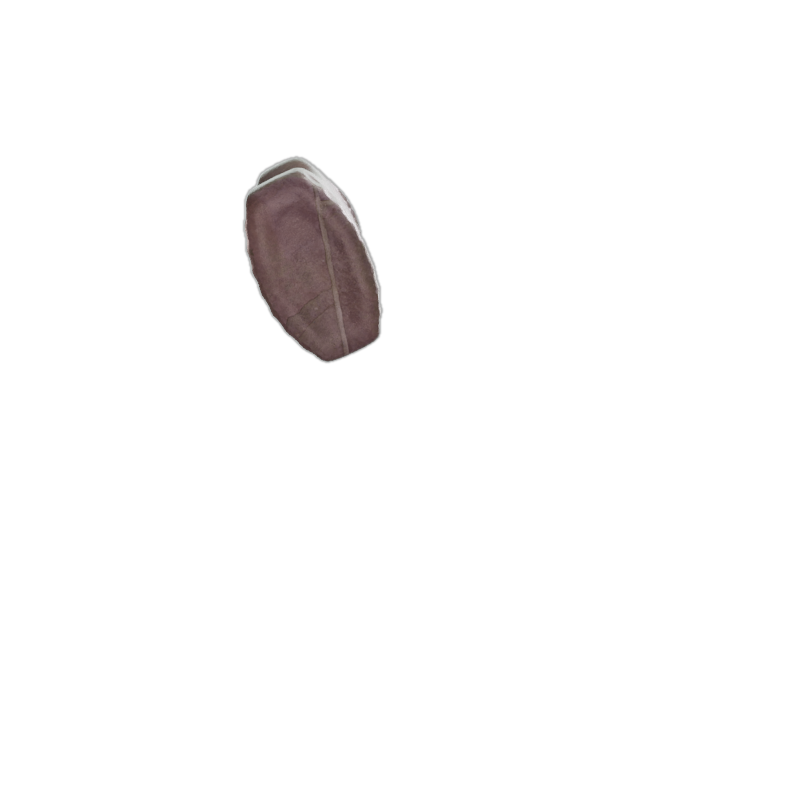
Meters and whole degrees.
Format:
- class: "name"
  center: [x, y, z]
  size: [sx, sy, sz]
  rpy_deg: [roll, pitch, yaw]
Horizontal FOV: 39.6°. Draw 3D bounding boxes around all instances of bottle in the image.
- class: "bottle"
  center: [-0.050, -0.090, 0.635]
  size: [0.058, 0.093, 0.198]
  rpy_deg: [-27, 15, 4]
